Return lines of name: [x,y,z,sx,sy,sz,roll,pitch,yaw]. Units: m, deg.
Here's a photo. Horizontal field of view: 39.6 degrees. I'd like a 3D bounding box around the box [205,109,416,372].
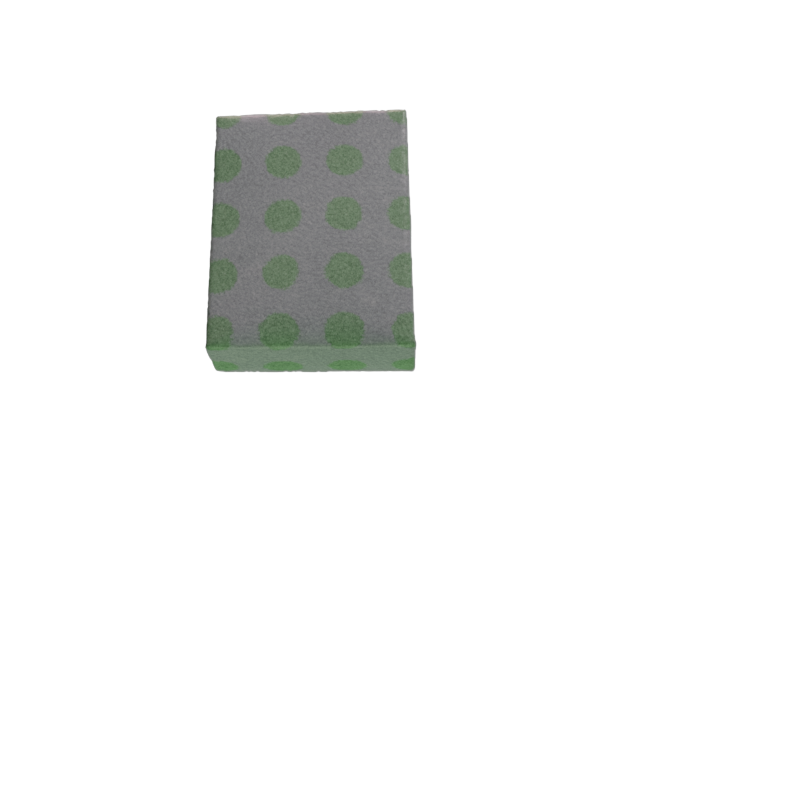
box: [-0.072,-0.131,0.918,0.164,0.226,0.068,-2,-25,2]
